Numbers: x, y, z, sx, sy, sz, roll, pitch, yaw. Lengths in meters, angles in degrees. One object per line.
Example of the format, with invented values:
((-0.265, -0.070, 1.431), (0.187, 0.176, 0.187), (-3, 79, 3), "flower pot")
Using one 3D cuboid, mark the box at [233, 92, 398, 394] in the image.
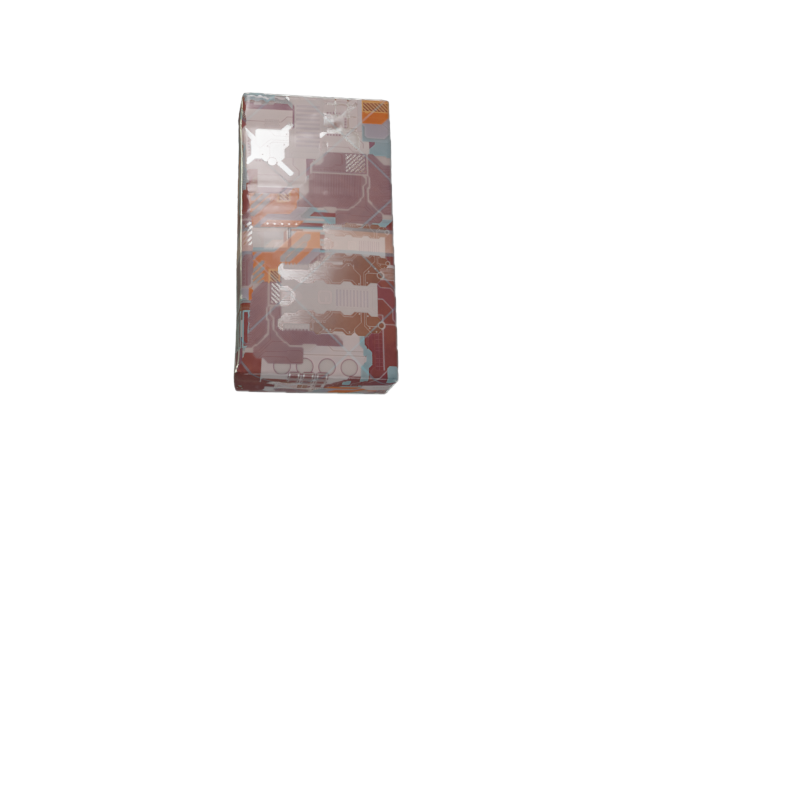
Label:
((-0.052, -0.094, 0.662), (0.092, 0.185, 0.046), (2, -21, -8), "box")
